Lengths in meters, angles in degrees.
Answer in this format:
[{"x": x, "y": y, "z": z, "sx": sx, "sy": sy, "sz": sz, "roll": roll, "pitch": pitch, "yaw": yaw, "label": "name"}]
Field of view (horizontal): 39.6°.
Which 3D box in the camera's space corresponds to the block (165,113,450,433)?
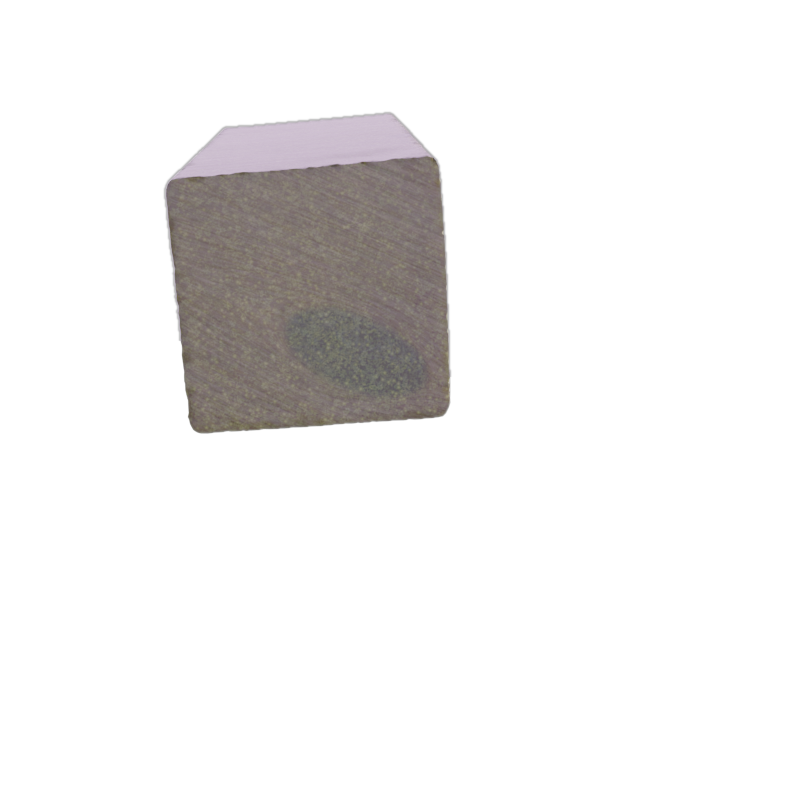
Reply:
[{"x": -0.036, "y": -0.066, "z": 0.465, "sx": 0.090, "sy": 0.087, "sz": 0.214, "roll": -4, "pitch": 17, "yaw": -2, "label": "block"}]
